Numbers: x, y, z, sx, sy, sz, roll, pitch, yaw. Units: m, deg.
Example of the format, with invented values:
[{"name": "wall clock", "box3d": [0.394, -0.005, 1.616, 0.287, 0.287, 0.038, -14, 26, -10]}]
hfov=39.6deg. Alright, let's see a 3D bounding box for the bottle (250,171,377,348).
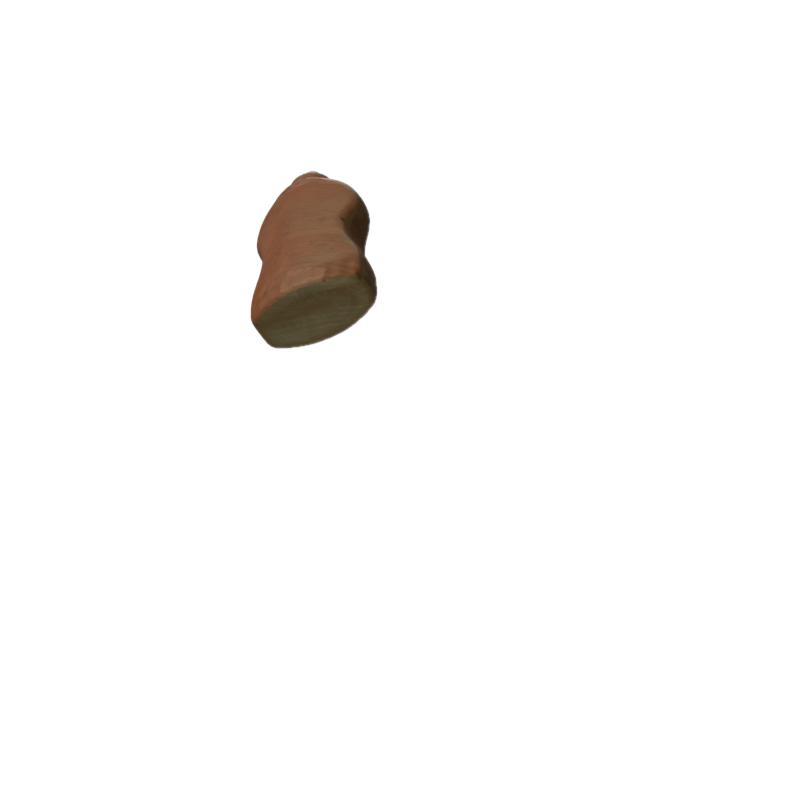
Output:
[{"name": "bottle", "box3d": [-0.071, -0.129, 0.898, 0.096, 0.054, 0.205, -25, 37, 16]}]
